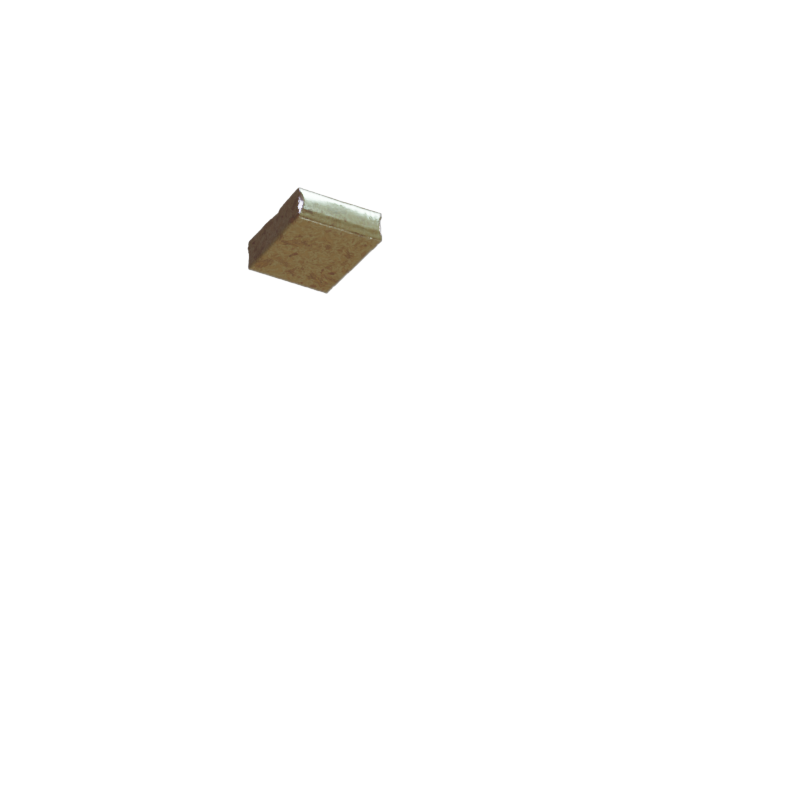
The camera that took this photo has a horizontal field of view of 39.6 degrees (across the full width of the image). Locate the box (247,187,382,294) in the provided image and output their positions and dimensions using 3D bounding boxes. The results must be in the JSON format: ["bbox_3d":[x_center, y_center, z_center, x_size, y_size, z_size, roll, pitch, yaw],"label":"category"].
[{"bbox_3d":[-0.067,-0.123,0.860,0.070,0.032,0.088,16,-32,-27],"label":"box"}]
